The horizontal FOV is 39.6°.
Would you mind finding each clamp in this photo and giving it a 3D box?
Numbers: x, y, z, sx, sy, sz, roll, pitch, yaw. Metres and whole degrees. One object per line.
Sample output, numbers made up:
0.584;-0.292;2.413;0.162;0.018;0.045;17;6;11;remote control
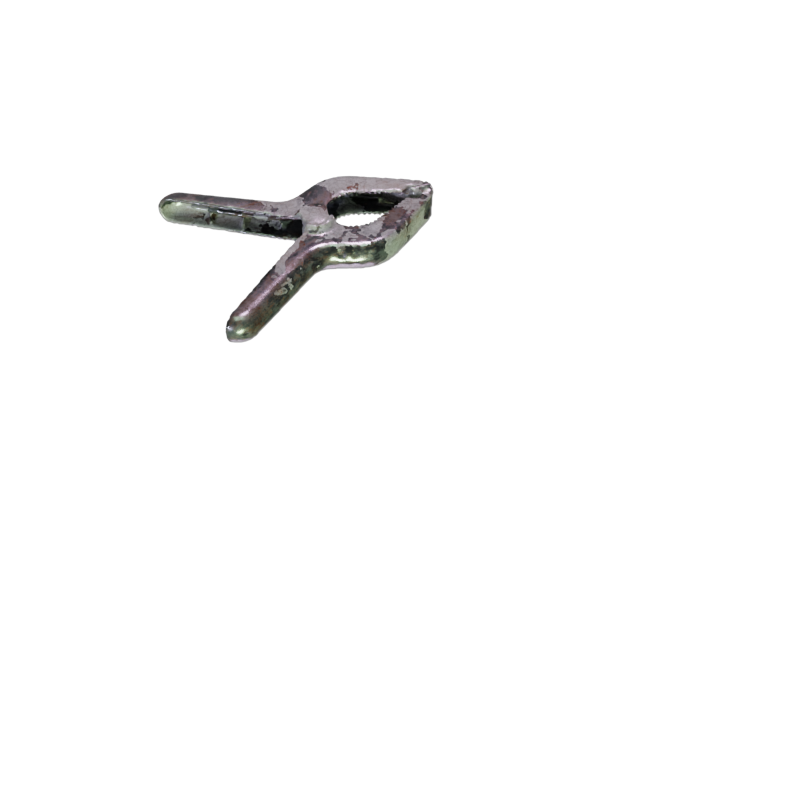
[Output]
-0.066;-0.121;0.845;0.208;0.034;0.178;-13;47;-13;clamp
